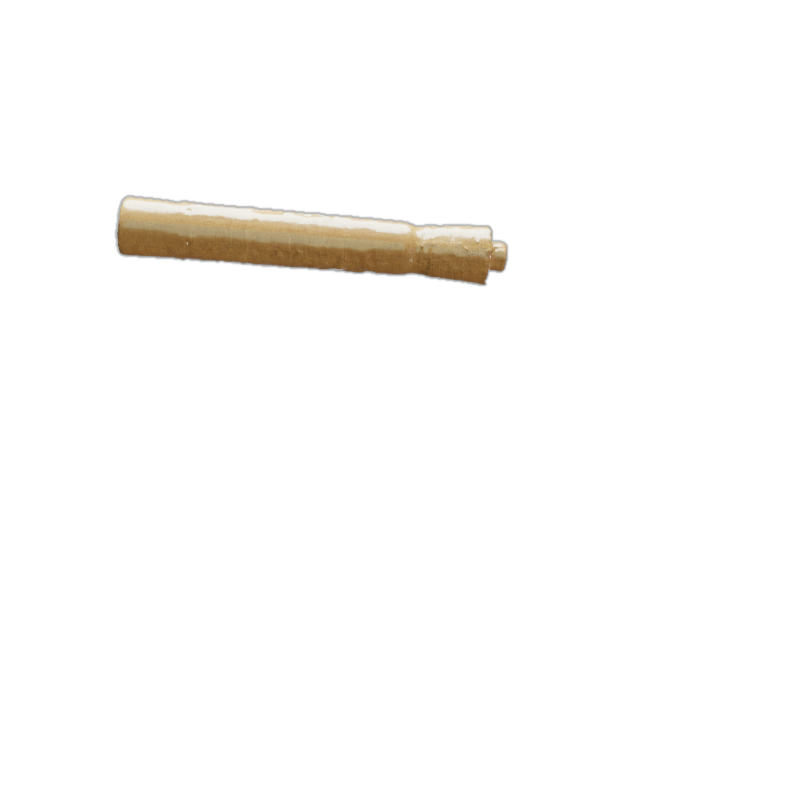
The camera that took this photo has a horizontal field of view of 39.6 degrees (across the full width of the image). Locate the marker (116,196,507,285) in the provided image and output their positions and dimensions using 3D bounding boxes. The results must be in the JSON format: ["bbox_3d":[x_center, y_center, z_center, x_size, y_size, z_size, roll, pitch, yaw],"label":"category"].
[{"bbox_3d":[-0.027,-0.050,0.348,0.121,0.020,0.020,5,4,1],"label":"marker"}]
